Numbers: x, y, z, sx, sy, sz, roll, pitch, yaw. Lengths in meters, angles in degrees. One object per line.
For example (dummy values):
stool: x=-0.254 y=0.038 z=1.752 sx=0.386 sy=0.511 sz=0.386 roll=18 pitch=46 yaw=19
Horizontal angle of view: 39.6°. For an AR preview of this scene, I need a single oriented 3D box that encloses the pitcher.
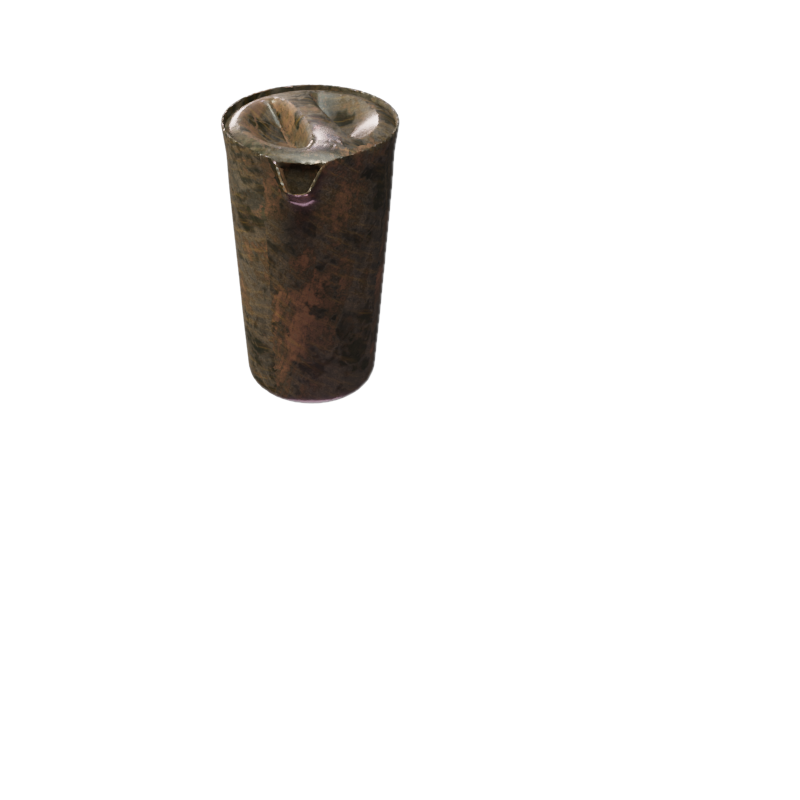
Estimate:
pitcher: x=-0.070 y=-0.128 z=0.897 sx=0.148 sy=0.228 sz=0.155 roll=-26 pitch=44 yaw=-34
